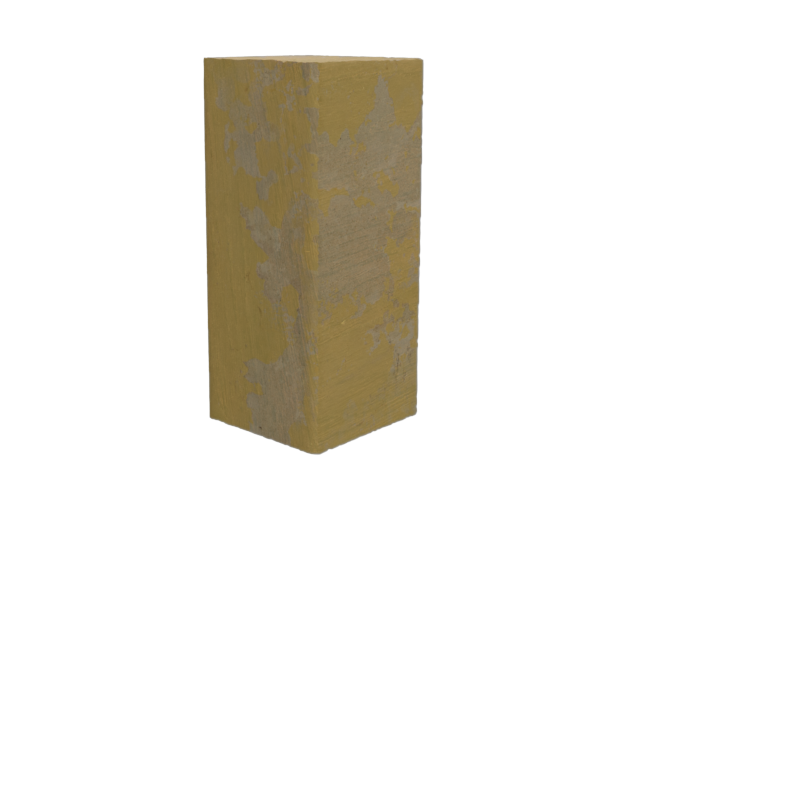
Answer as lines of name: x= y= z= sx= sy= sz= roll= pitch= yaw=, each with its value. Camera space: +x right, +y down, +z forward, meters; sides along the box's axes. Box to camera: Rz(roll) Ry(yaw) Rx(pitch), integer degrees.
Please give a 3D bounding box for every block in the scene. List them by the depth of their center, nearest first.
block: x=-0.049 y=-0.090 z=0.627 sx=0.095 sy=0.200 sz=0.089 roll=11 pitch=17 yaw=39
